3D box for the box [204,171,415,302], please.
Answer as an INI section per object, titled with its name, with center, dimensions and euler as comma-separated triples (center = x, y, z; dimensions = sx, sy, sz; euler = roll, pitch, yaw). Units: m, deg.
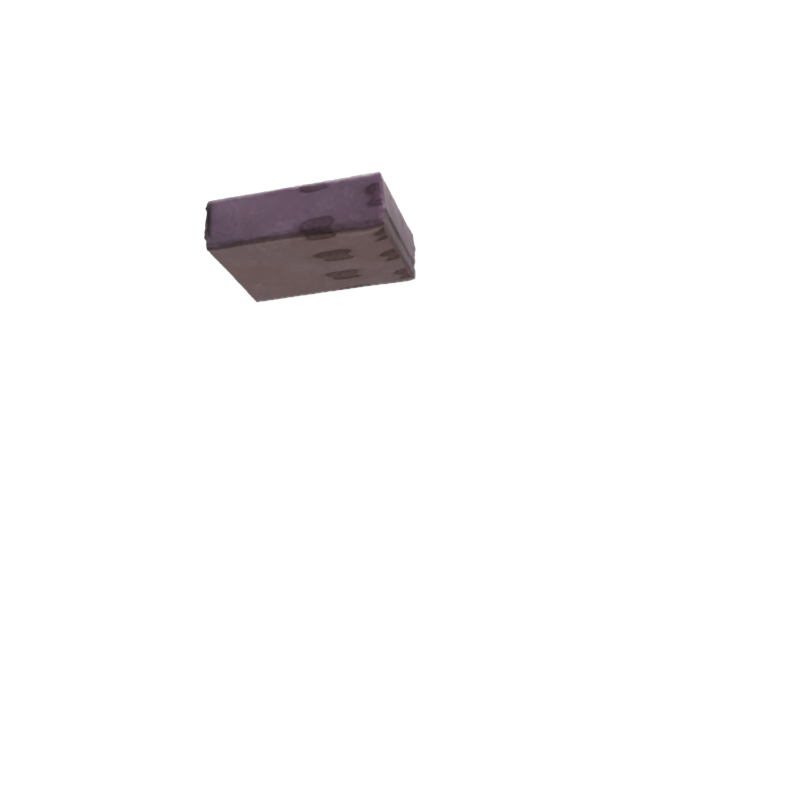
[box]
center = -0.054, -0.099, 0.693
dimensions = 0.115, 0.041, 0.084
euler = -5, -19, 14
